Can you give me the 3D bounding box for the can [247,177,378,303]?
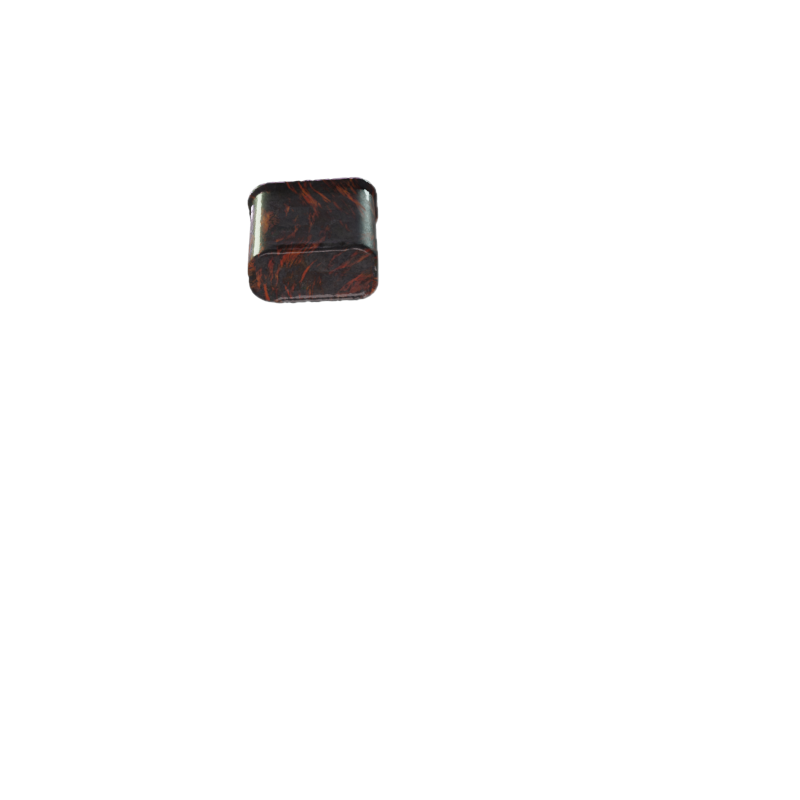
[{"bbox_3d":[-0.066,-0.120,0.843,0.102,0.053,0.090,-3,44,1],"label":"can"}]
